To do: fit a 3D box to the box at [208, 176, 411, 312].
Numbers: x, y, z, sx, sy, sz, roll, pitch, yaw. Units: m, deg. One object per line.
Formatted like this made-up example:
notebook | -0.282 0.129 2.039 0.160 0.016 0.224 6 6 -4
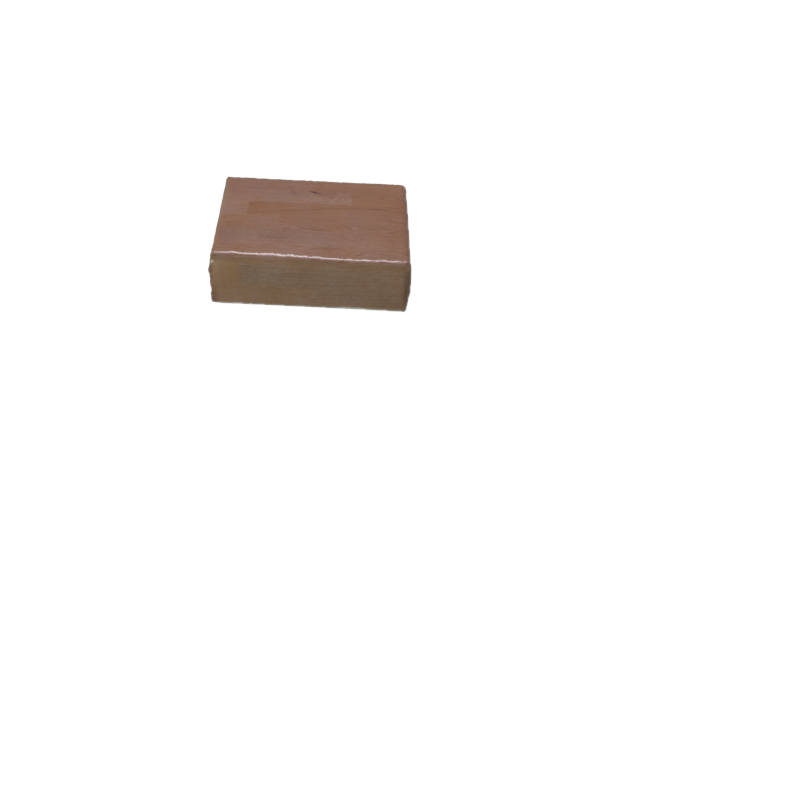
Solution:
box | -0.051 -0.092 0.647 0.114 0.036 0.096 0 36 0
